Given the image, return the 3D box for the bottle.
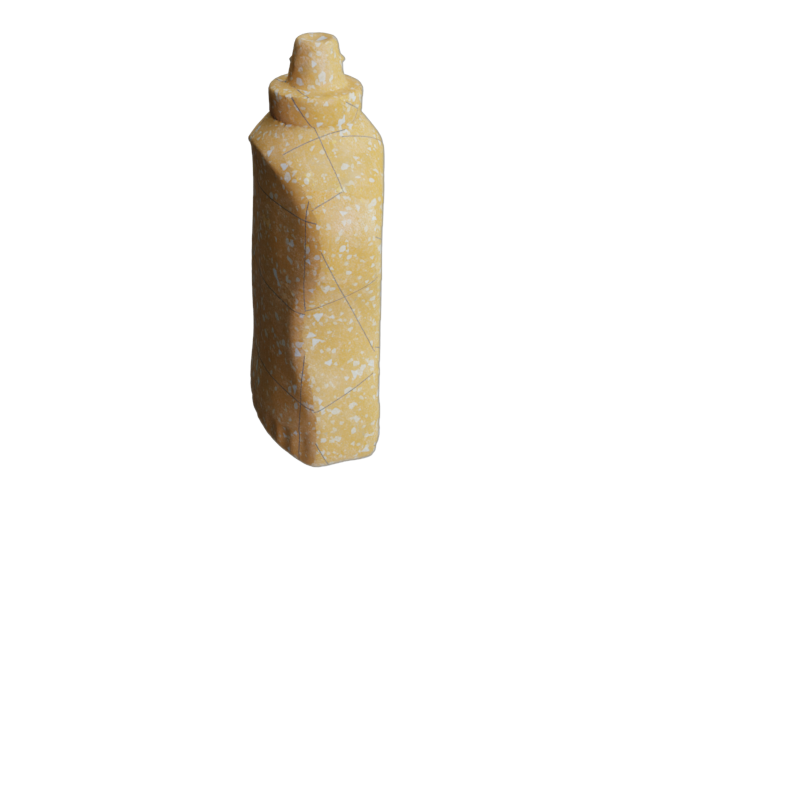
[{"bbox_3d":[-0.039,-0.073,0.509,0.057,0.181,0.103,-7,30,-17],"label":"bottle"}]
